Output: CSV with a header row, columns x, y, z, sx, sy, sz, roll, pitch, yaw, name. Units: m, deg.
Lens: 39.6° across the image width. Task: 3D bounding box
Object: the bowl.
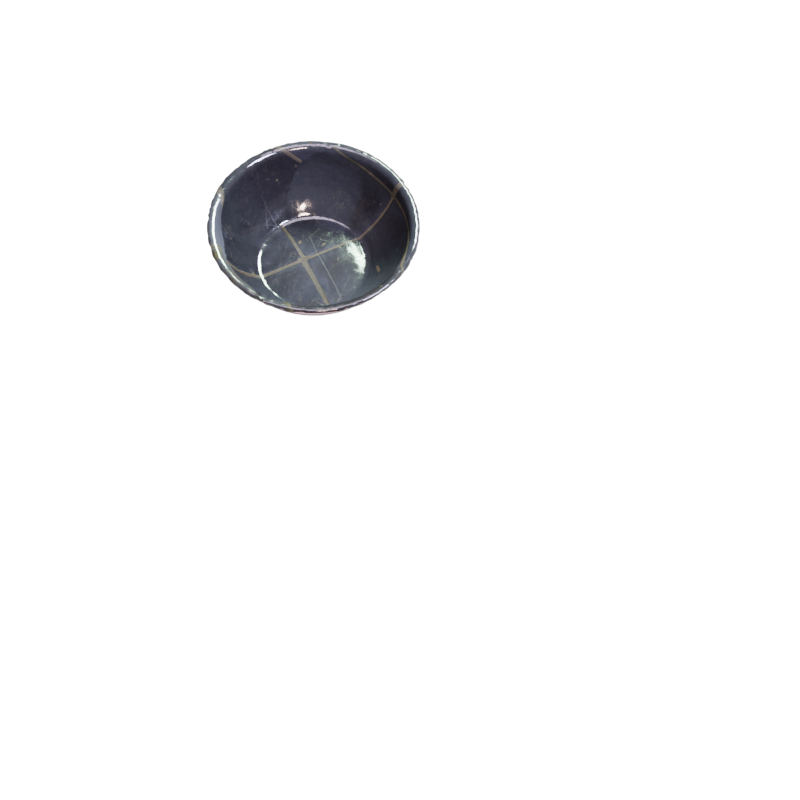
x,y,z,sx,sy,sz,roll,pitch,yaw,name
-0.067,-0.123,0.861,0.162,0.173,0.051,-1,-33,-1,bowl
